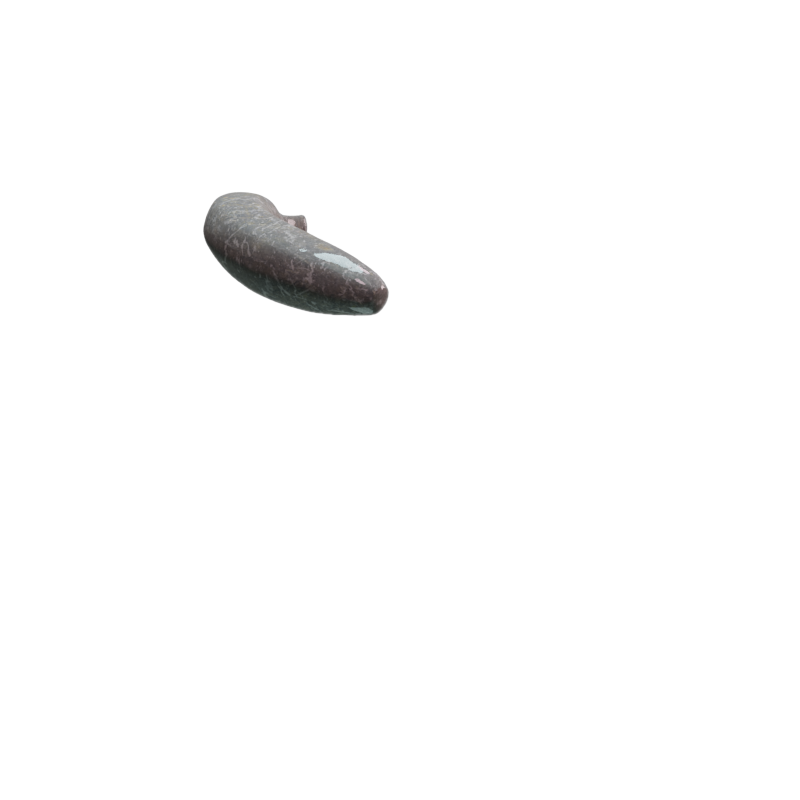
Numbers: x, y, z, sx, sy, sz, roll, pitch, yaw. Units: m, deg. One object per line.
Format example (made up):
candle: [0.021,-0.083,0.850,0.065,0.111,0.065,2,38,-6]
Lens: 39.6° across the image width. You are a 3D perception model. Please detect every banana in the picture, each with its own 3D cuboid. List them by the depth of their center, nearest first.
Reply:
banana: [-0.063,-0.081,0.566,0.068,0.035,0.208,-5,21,-14]
